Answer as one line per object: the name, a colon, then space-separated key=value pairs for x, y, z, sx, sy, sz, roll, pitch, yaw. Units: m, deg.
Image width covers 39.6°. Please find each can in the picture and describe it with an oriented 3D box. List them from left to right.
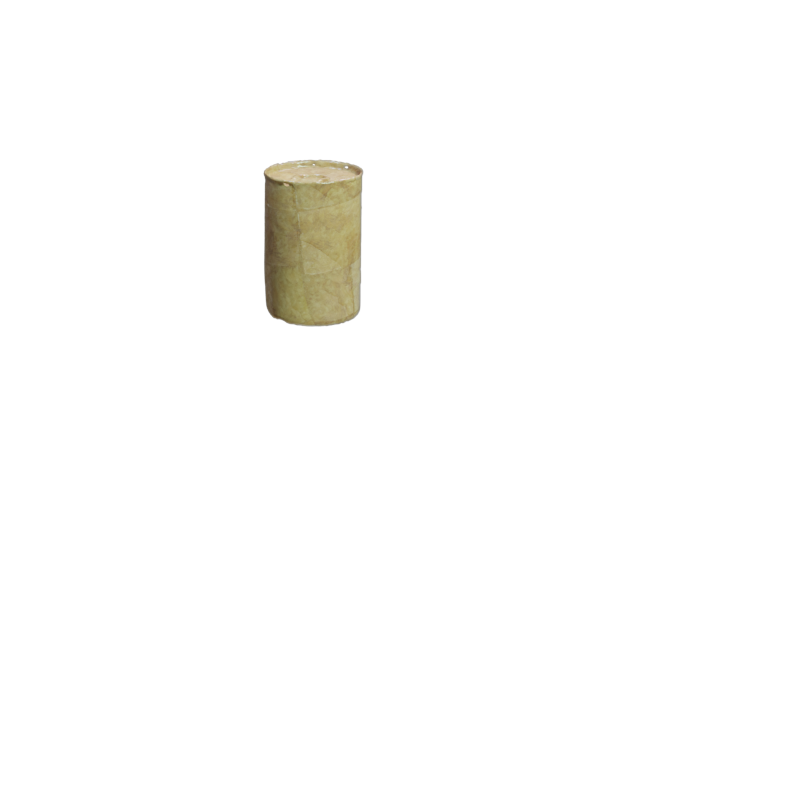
can: x=-0.060 y=-0.110 z=0.769 sx=0.068 sy=0.098 sz=0.072 roll=0 pitch=19 yaw=-2
